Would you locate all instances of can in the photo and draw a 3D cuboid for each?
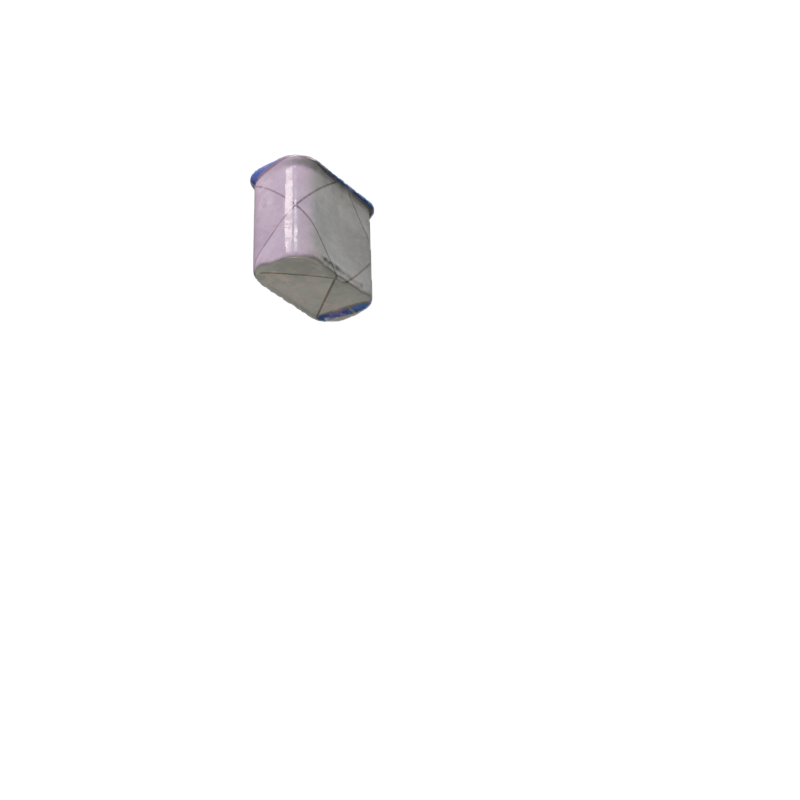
[{"bbox_3d":[-0.063,-0.115,0.803,0.058,0.089,0.095,-21,-34,30],"label":"can"}]
